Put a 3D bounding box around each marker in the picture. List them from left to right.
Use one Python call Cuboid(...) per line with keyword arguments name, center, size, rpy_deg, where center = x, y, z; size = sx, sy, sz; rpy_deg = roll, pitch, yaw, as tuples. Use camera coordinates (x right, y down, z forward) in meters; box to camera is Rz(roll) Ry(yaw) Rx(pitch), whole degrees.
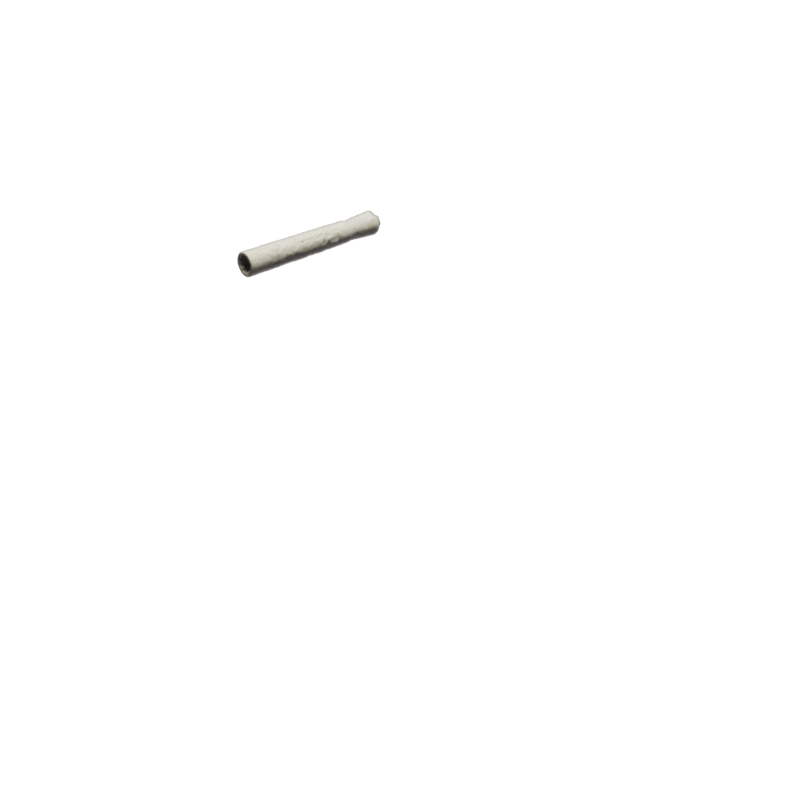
Cuboid(name="marker", center=(-0.063, -0.115, 0.802), size=(0.120, 0.019, 0.021), rpy_deg=(-24, 17, -34))
